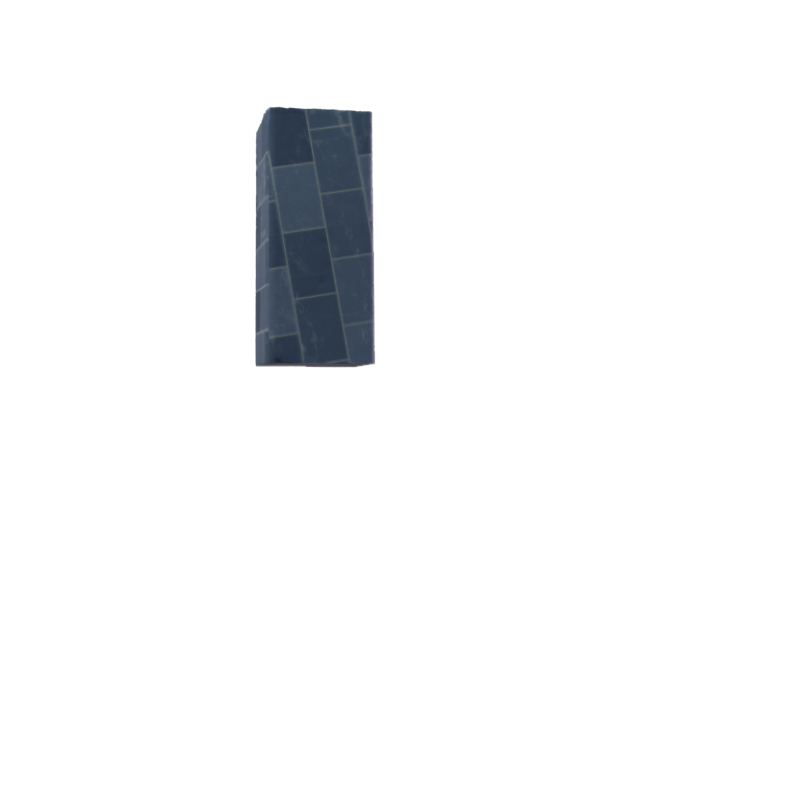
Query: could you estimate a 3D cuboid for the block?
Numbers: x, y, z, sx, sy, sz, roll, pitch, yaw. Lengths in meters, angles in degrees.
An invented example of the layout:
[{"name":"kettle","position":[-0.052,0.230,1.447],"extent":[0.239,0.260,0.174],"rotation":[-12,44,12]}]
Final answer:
[{"name":"block","position":[-0.073,-0.132,0.928],"extent":[0.089,0.210,0.090],"rotation":[1,-7,-11]}]
